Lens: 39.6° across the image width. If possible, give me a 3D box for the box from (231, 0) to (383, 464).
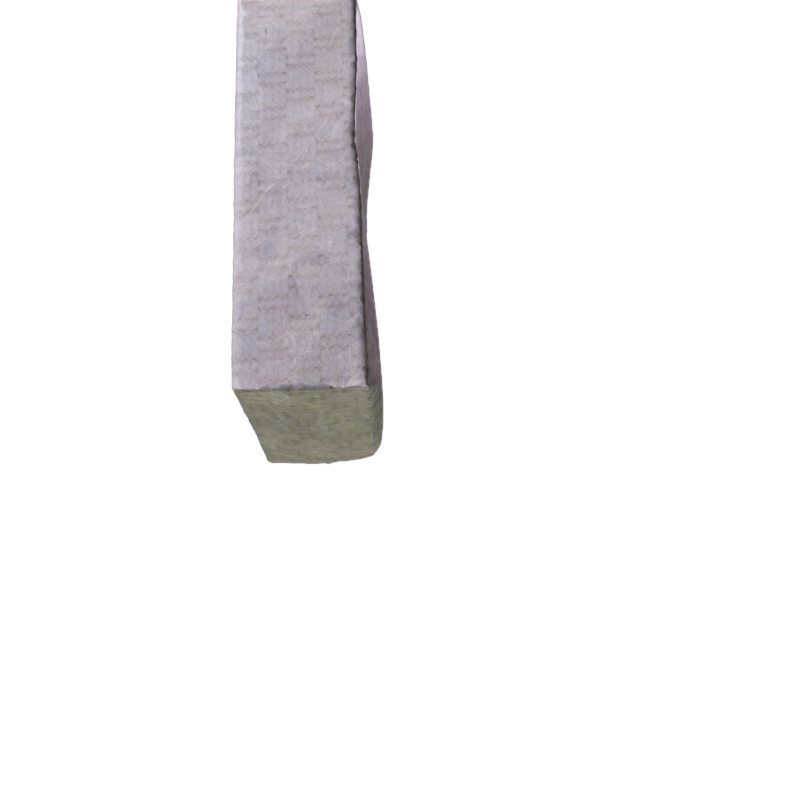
[{"bbox_3d":[-0.047,-0.087,0.606,0.072,0.224,0.156,-2,-20,0],"label":"box"}]
